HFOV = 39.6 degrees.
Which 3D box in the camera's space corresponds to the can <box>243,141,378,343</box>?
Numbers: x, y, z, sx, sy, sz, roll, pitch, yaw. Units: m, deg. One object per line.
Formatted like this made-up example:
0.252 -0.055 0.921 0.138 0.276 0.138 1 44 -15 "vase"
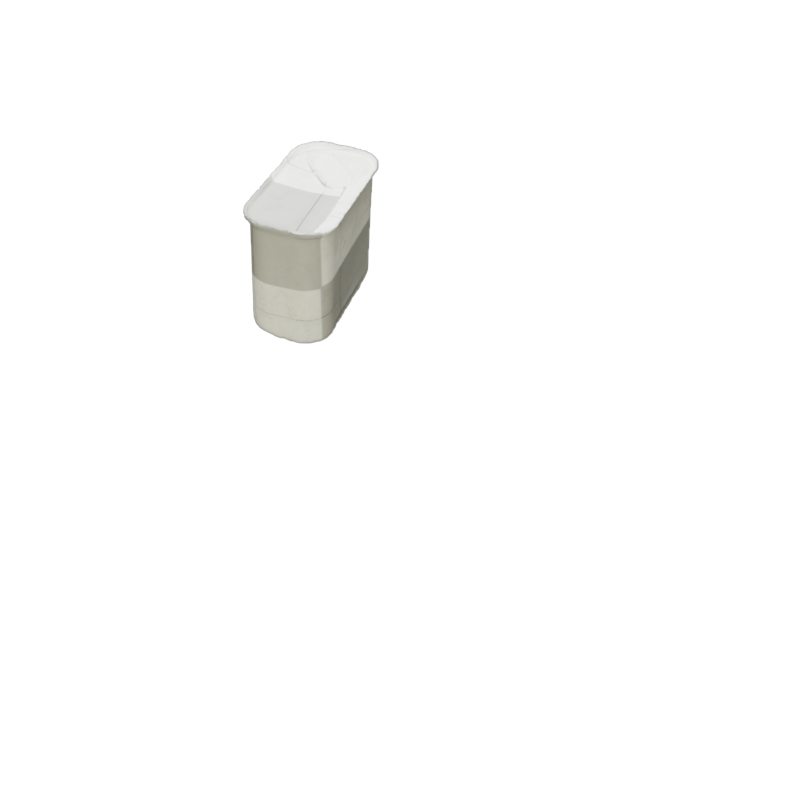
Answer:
-0.053 -0.097 0.681 0.059 0.078 0.106 14 41 14 "can"
